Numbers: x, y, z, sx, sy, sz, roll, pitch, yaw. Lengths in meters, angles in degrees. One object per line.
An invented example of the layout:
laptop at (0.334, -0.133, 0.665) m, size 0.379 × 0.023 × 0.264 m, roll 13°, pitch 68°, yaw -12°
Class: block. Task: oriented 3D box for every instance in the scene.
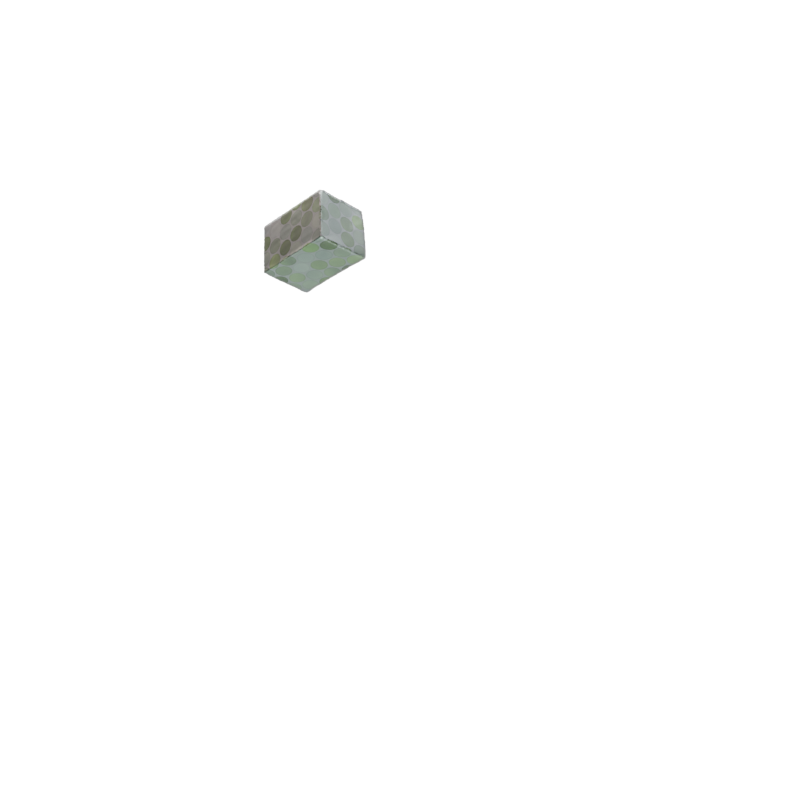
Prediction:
block at (-0.076, -0.138, 0.968) m, size 0.078 × 0.055 × 0.049 m, roll -26°, pitch -38°, yaw 38°
